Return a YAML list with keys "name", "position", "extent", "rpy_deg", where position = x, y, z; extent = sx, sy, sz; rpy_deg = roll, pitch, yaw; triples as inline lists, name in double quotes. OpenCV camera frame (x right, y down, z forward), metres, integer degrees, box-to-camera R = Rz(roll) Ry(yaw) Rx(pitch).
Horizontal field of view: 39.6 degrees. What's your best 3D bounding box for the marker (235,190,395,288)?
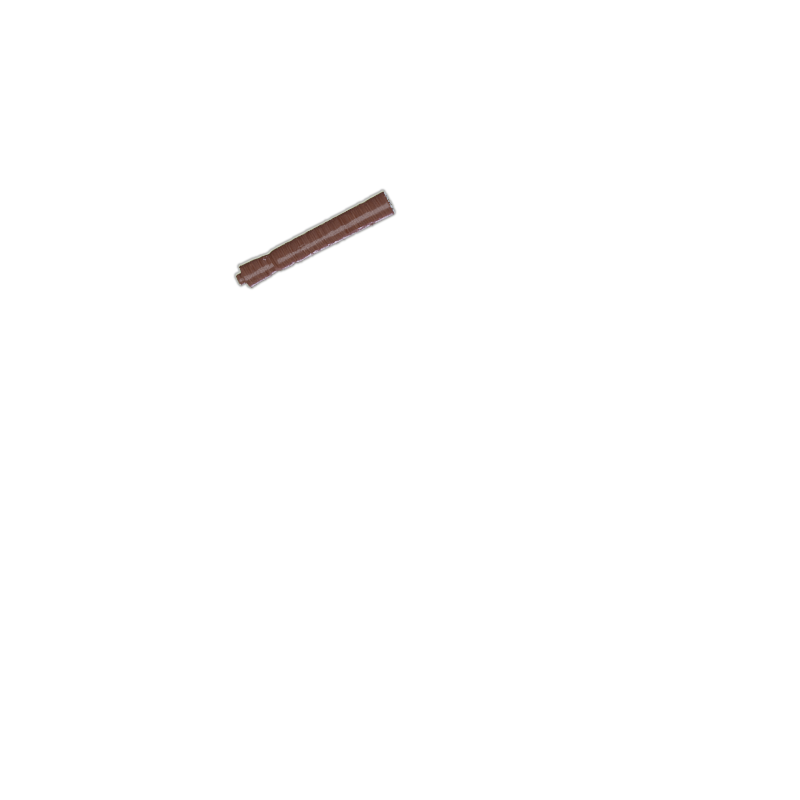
- name: "marker"
  position: [-0.061, -0.111, 0.775]
  extent: [0.121, 0.020, 0.020]
  rpy_deg: [-26, 1, 8]
